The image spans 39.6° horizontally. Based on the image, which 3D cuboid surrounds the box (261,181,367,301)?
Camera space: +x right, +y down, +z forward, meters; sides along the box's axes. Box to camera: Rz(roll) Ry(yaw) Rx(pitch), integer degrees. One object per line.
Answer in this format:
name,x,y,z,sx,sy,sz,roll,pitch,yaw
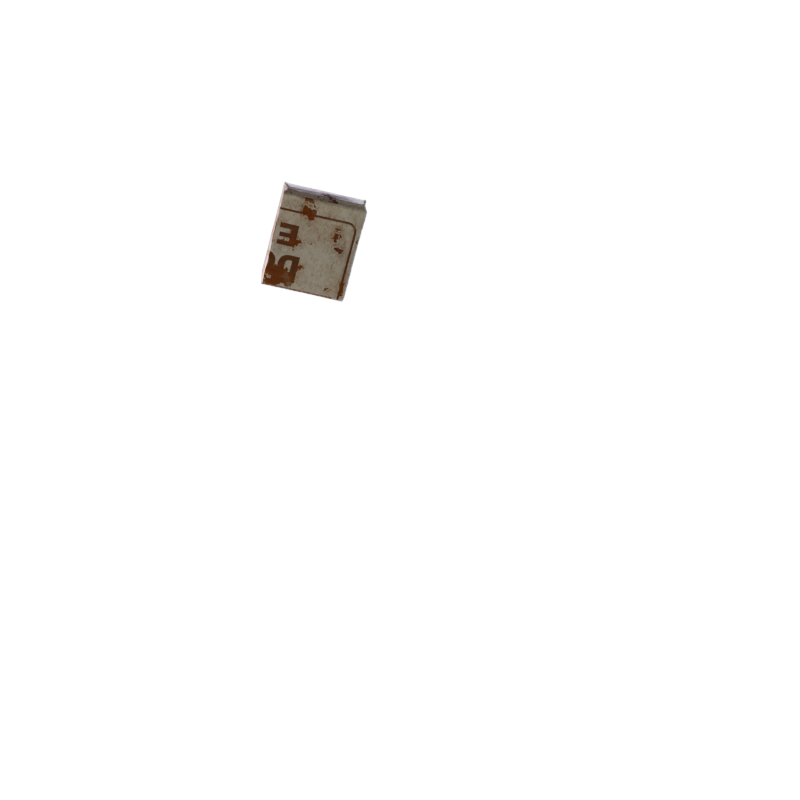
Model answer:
box,-0.074,-0.135,0.944,0.072,0.086,0.032,13,23,-6
